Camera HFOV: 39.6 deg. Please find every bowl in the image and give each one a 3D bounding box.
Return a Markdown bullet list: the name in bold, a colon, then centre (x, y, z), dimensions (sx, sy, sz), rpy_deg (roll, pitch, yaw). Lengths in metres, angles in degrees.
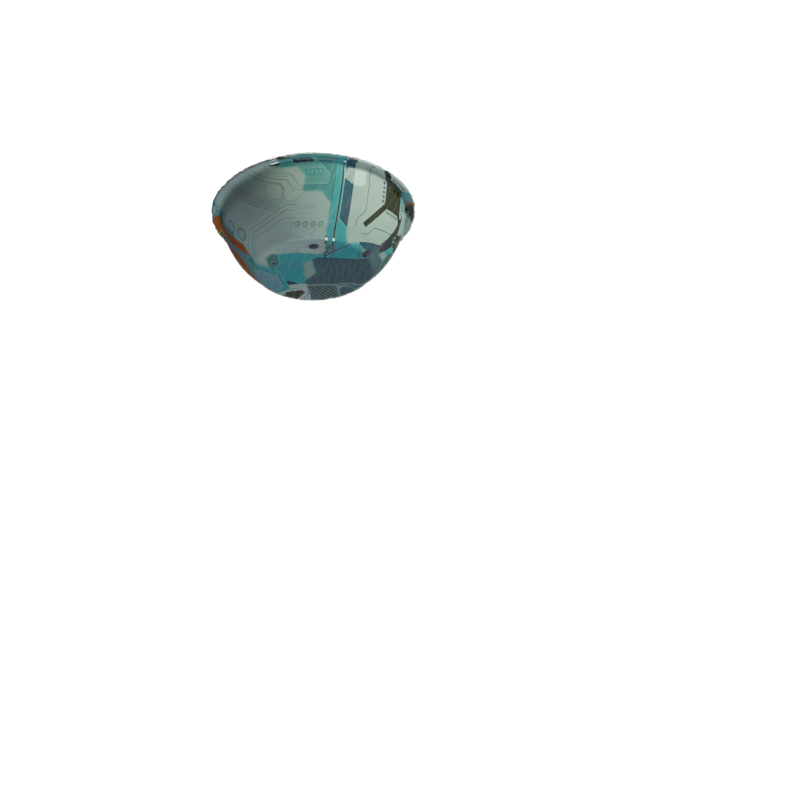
- **bowl**: centre (-0.068, -0.124, 0.869), dimensions (0.162, 0.059, 0.152), rpy_deg (1, -28, -2)
